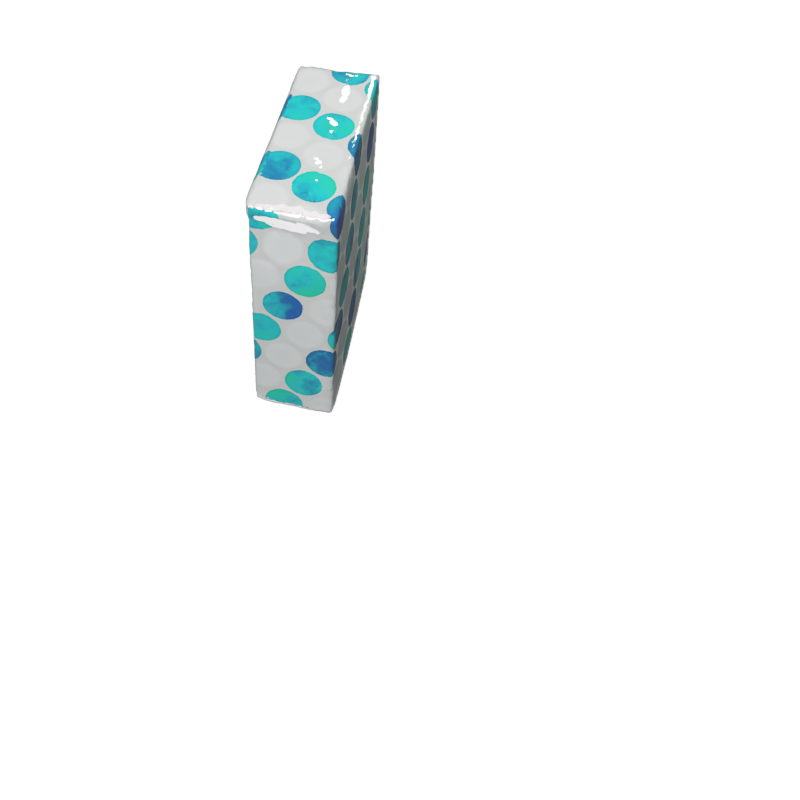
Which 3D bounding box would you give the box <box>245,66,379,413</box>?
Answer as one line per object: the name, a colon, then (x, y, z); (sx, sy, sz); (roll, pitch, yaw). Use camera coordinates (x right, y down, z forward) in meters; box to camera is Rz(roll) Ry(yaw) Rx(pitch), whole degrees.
box: (-0.067, -0.122, 0.853); (0.072, 0.174, 0.199); (9, -41, 4)
